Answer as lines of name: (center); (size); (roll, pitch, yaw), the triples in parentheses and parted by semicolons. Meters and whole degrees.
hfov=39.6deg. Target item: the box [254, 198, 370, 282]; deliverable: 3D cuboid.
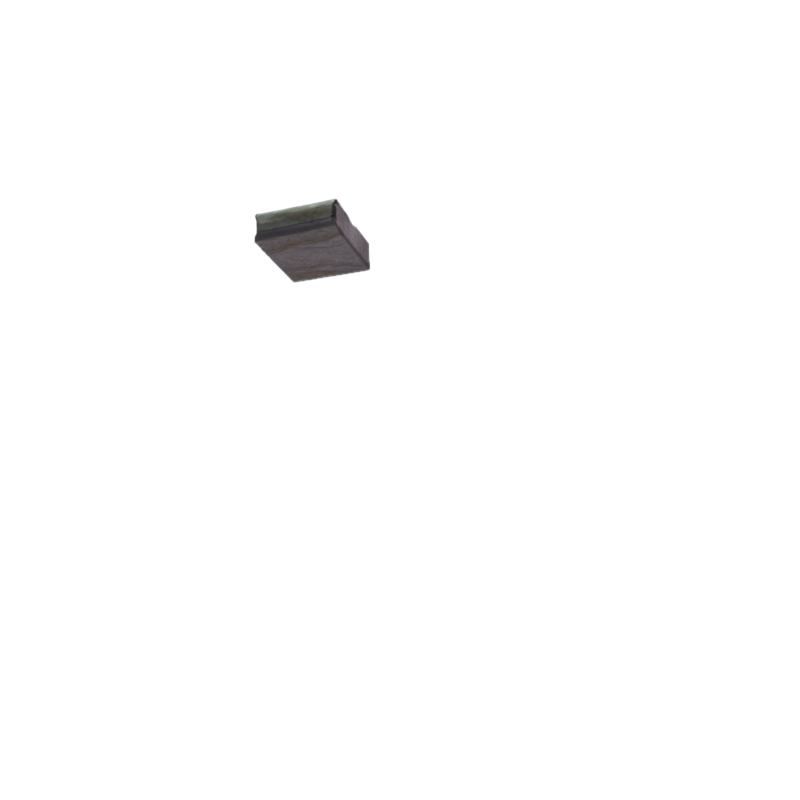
box: (-0.074, -0.135, 0.945); (0.074, 0.032, 0.083); (-8, -23, 18)
